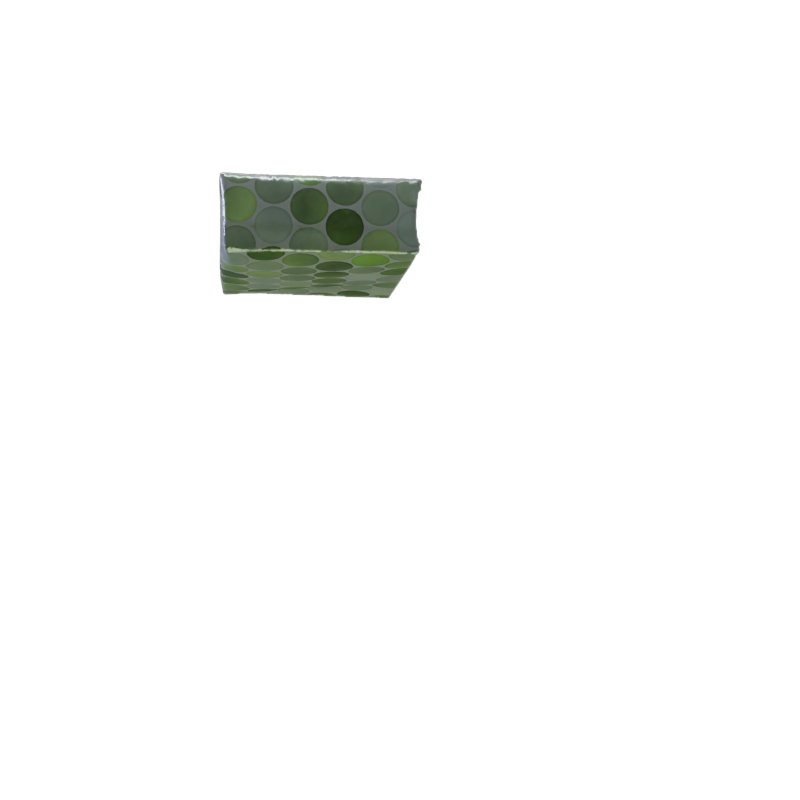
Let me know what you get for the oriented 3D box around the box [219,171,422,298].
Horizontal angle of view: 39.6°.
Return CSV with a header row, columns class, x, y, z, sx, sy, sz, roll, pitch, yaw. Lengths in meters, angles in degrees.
class,x,y,z,sx,sy,sz,roll,pitch,yaw
box,-0.042,-0.076,0.533,0.089,0.040,0.112,0,-4,-7
